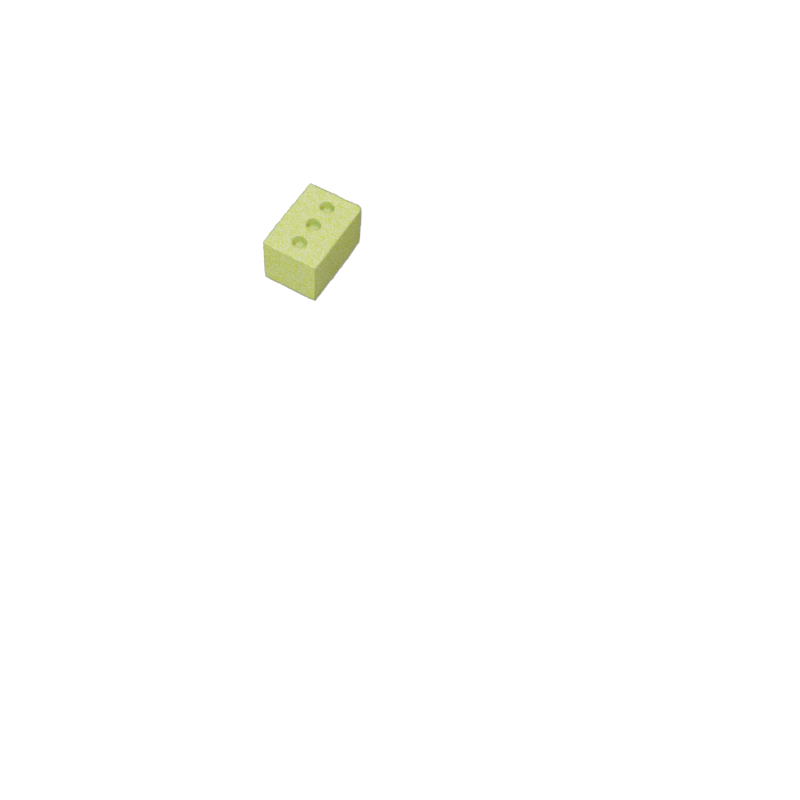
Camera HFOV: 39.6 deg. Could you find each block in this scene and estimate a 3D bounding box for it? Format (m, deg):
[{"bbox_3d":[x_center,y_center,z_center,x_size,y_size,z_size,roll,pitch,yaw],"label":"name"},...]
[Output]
[{"bbox_3d":[-0.074,-0.134,0.941,0.055,0.080,0.048,25,-31,14],"label":"block"}]
